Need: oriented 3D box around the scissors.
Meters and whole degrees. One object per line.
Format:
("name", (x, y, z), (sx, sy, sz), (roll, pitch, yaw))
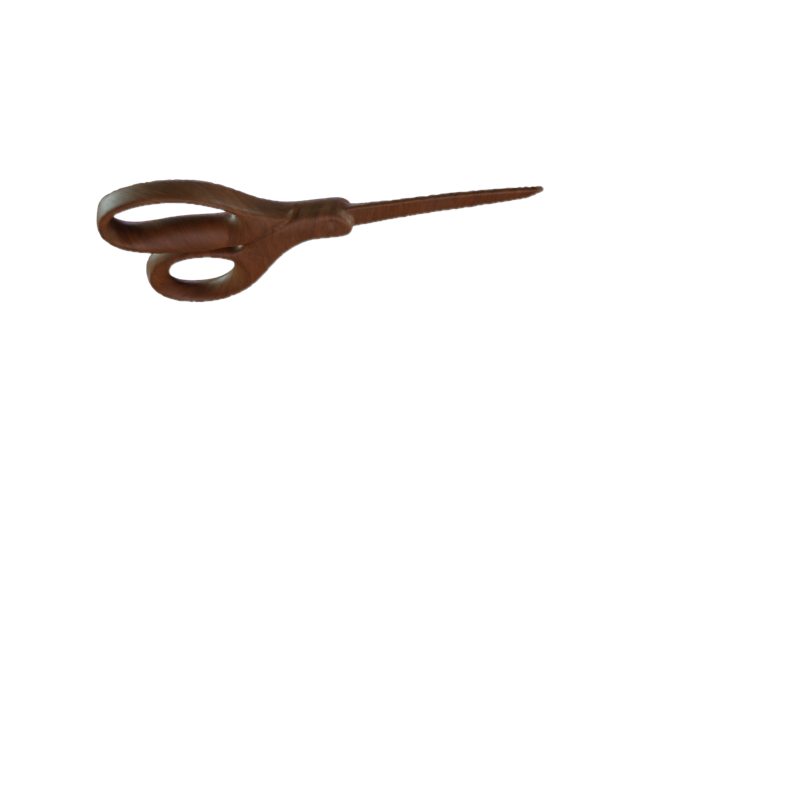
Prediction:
("scissors", (-0.041, -0.075, 0.528), (0.201, 0.017, 0.091), (2, -29, -3))
